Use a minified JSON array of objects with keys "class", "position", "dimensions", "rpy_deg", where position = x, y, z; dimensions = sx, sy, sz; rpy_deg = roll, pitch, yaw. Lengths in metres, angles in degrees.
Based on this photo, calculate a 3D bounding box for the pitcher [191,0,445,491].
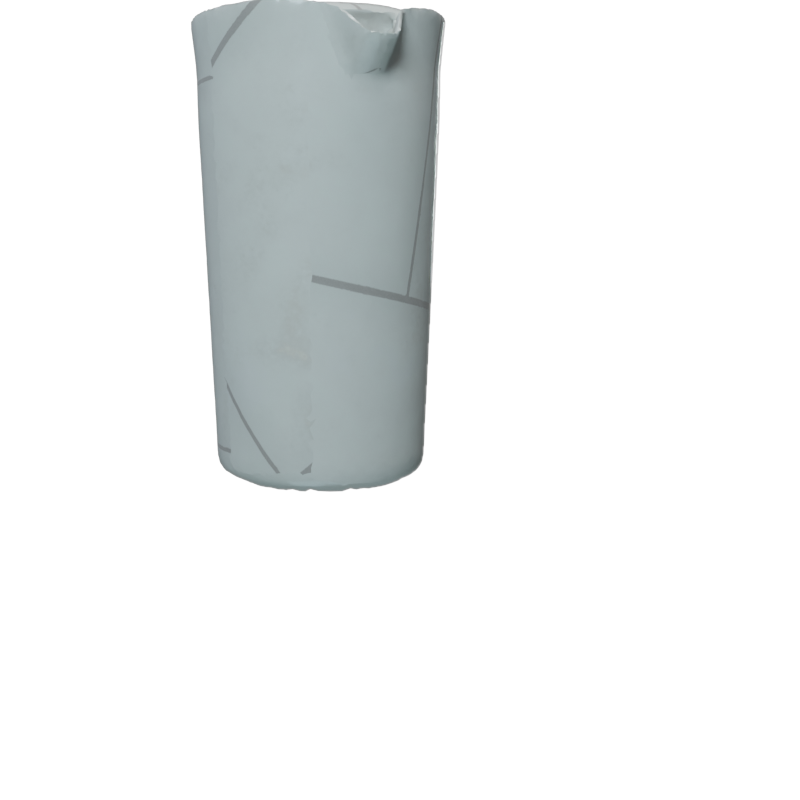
[{"class":"pitcher","position":[-0.046,-0.085,0.593],"dimensions":[0.149,0.243,0.146],"rpy_deg":[1,2,21]}]
